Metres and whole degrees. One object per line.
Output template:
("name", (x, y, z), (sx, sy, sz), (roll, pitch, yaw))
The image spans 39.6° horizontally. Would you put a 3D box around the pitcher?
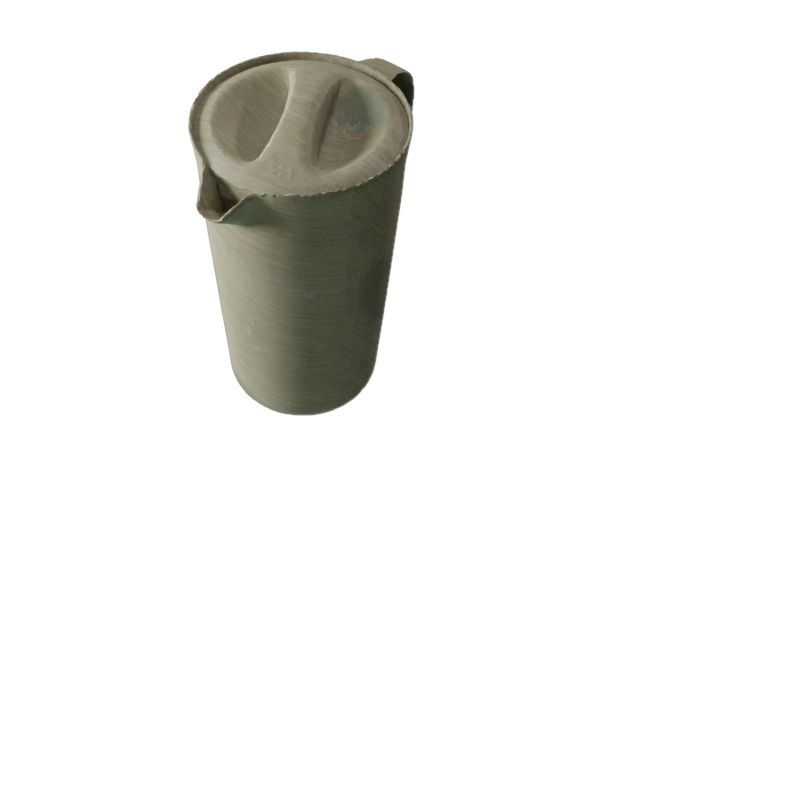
("pitcher", (-0.058, -0.106, 0.743), (0.148, 0.156, 0.227), (-5, -39, -7))
